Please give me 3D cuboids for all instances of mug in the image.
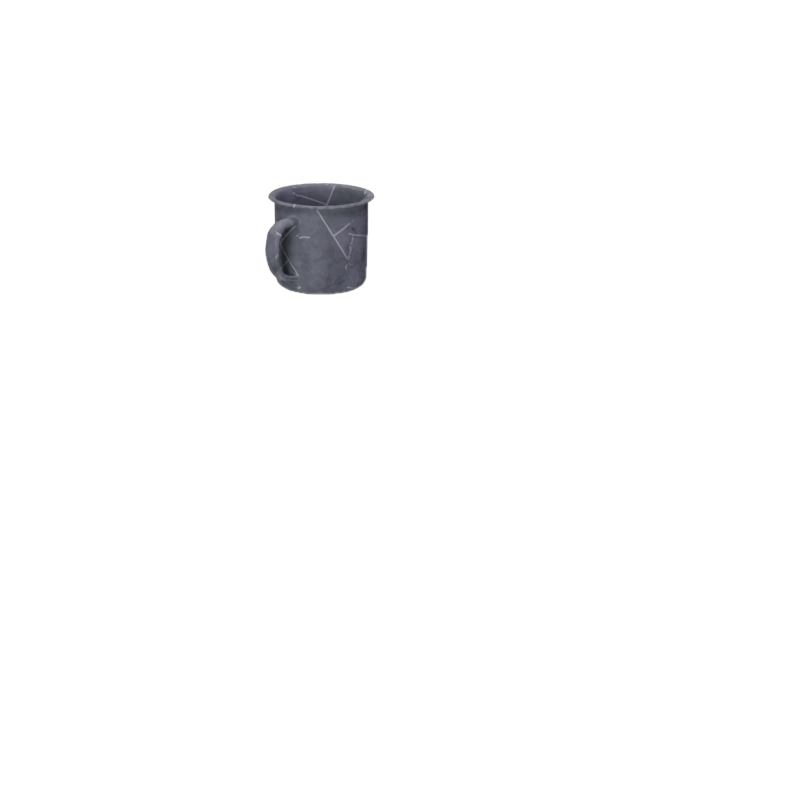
[{"bbox_3d":[-0.076,-0.139,0.972,0.098,0.078,0.117,13,24,30],"label":"mug"}]
